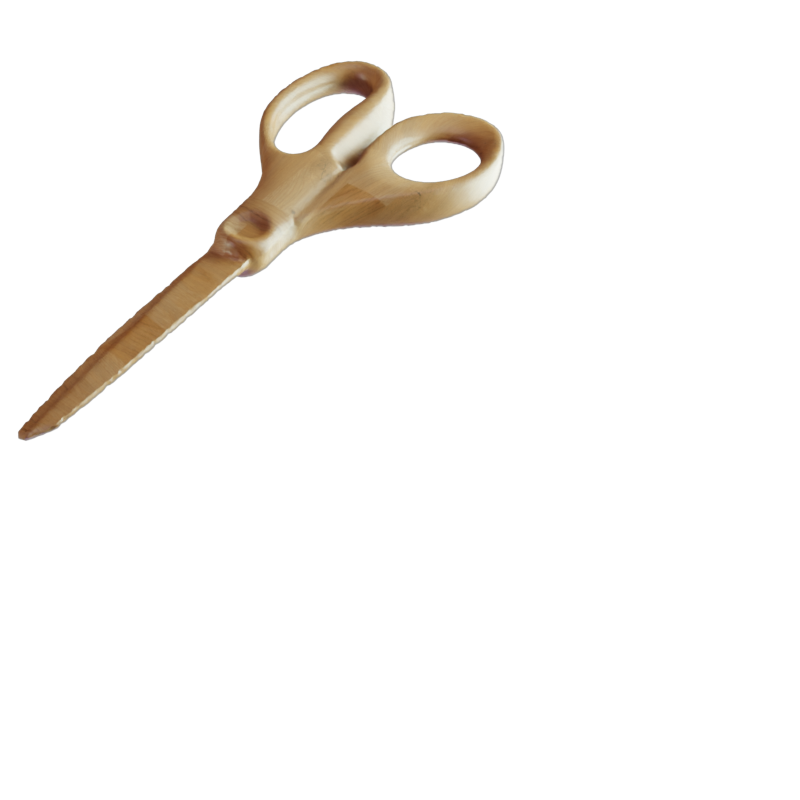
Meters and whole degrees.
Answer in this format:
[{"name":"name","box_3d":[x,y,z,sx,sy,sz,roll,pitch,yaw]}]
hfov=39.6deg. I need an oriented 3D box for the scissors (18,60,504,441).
[{"name":"scissors","box_3d":[-0.027,-0.050,0.350,0.098,0.015,0.212,11,46,11]}]
